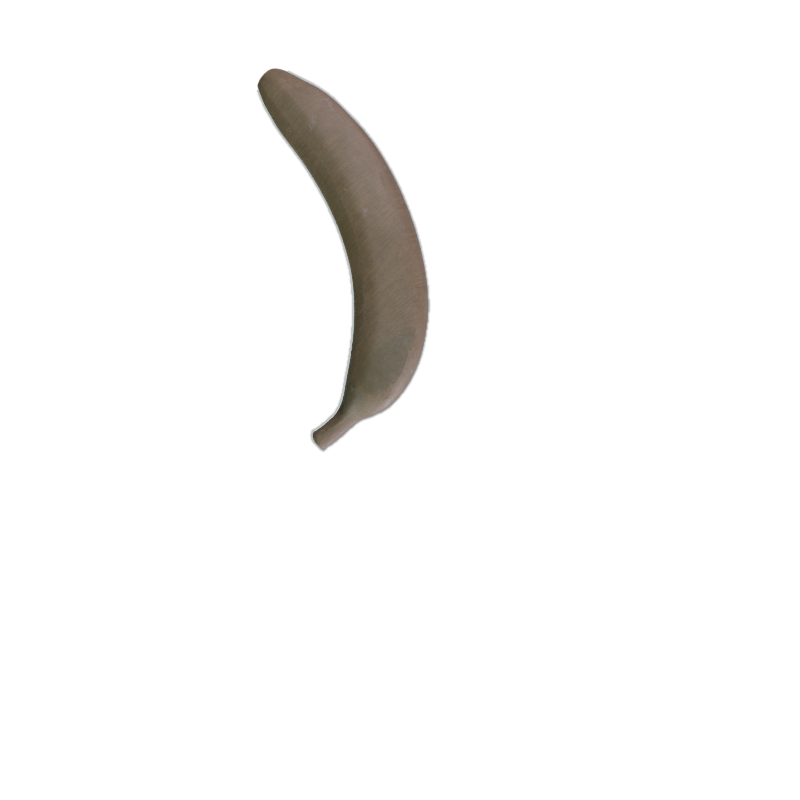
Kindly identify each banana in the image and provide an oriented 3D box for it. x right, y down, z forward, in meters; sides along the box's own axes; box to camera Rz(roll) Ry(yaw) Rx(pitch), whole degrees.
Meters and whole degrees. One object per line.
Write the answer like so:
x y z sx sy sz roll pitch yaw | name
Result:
-0.025 -0.079 0.558 0.069 0.204 0.036 -9 -11 -2 | banana
